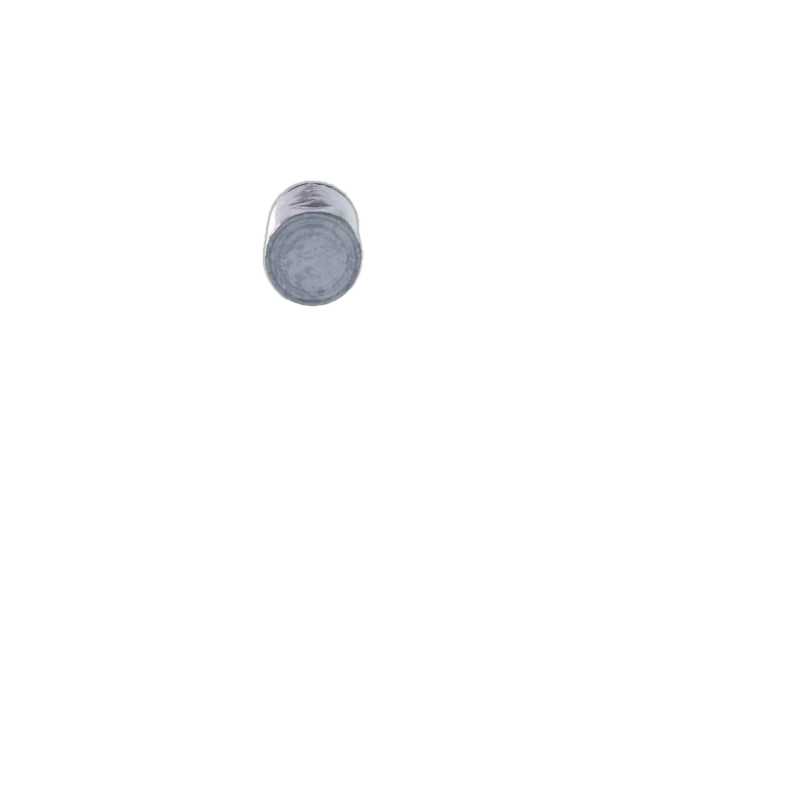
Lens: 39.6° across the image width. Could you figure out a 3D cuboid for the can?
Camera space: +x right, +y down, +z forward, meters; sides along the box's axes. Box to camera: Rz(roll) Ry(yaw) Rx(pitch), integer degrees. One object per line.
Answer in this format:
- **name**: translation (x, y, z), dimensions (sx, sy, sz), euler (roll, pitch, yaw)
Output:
- **can**: translation (-0.062, -0.113, 0.792), dimensions (0.068, 0.066, 0.107), euler (0, 19, -3)
